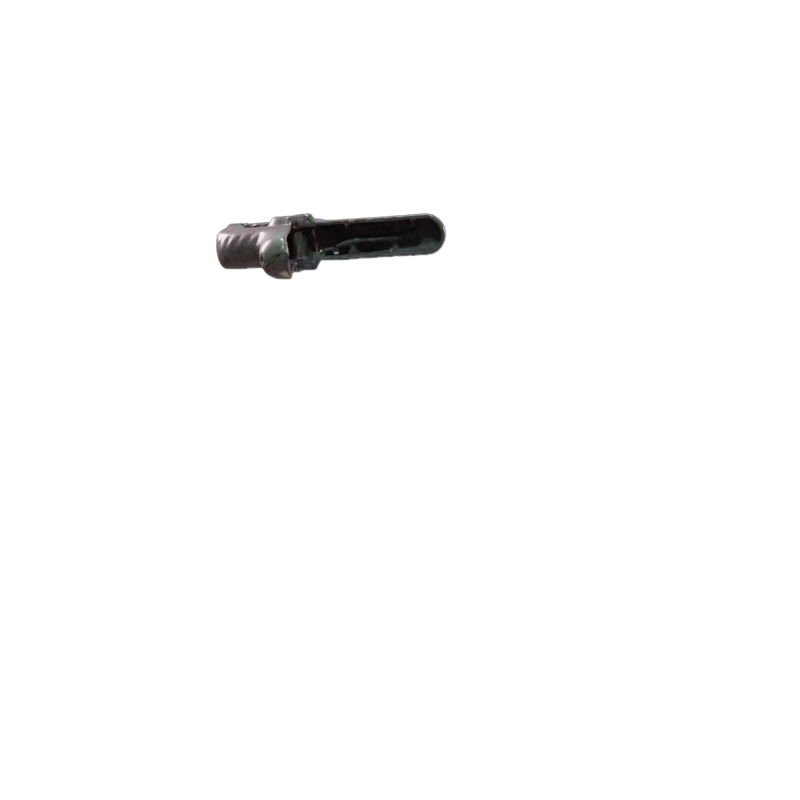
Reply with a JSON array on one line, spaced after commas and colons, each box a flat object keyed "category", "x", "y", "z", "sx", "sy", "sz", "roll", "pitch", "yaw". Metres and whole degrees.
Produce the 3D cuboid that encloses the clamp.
[{"category": "clamp", "x": -0.054, "y": -0.099, "z": 0.695, "sx": 0.117, "sy": 0.038, "sz": 0.179, "roll": -5, "pitch": 13, "yaw": -24}]
